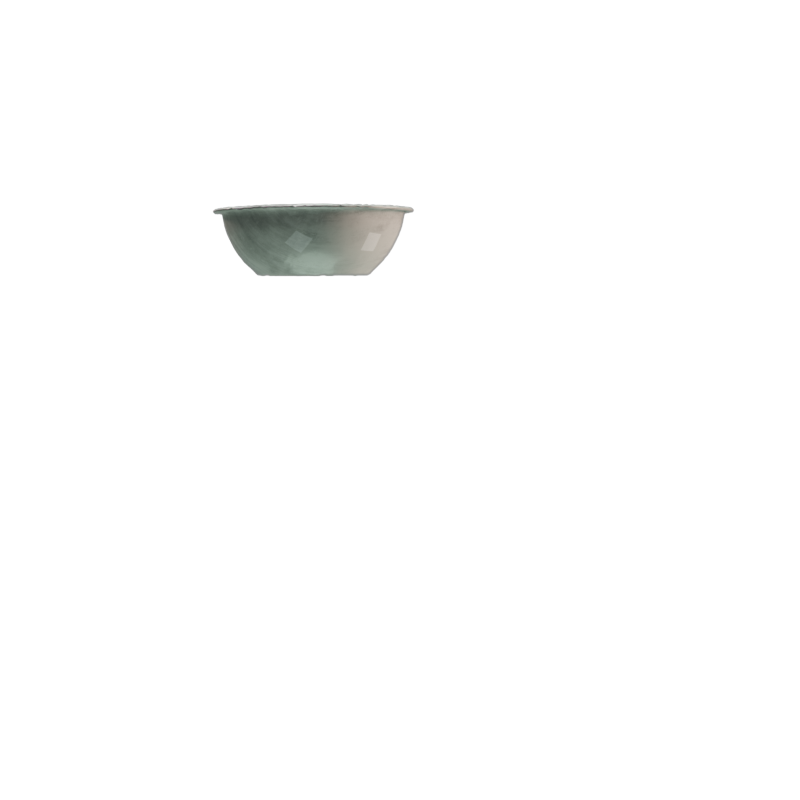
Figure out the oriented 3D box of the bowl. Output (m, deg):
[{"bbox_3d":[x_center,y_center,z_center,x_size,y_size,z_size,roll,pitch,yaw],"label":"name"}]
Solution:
[{"bbox_3d":[-0.070,-0.128,0.896,0.162,0.055,0.163,0,6,-2],"label":"bowl"}]
